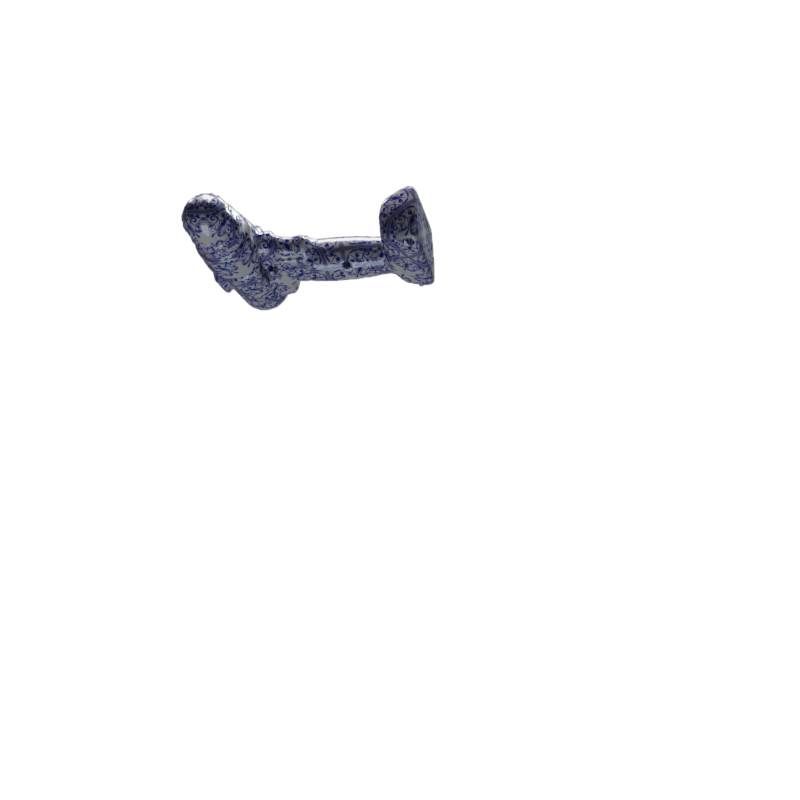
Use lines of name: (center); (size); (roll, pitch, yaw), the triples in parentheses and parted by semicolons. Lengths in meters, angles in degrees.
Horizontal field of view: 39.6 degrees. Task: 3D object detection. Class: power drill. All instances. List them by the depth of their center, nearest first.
power drill: (-0.072, -0.132, 0.923); (0.190, 0.060, 0.174); (-4, -16, 13)
